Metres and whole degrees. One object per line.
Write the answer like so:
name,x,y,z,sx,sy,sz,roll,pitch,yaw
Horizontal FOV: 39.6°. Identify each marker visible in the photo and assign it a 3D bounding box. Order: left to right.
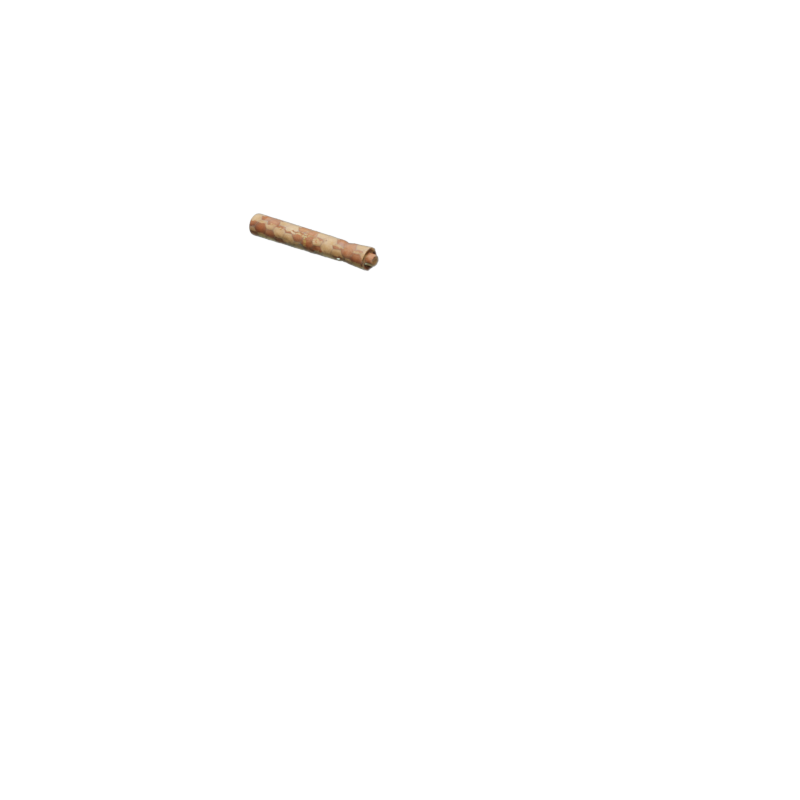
marker,-0.068,-0.125,0.873,0.128,0.019,0.019,22,15,34
